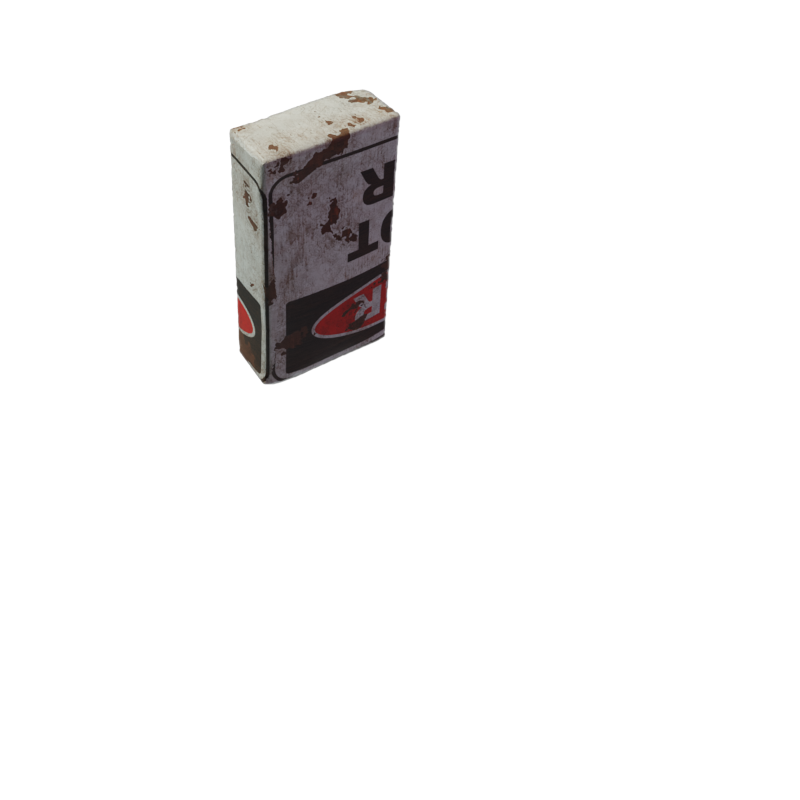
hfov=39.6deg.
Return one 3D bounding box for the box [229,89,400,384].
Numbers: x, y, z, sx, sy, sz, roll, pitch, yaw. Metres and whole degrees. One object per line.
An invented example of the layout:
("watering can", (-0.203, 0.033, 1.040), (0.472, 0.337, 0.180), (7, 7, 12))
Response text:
("box", (-0.053, -0.096, 0.672), (0.093, 0.164, 0.052), (-23, 47, -27))
